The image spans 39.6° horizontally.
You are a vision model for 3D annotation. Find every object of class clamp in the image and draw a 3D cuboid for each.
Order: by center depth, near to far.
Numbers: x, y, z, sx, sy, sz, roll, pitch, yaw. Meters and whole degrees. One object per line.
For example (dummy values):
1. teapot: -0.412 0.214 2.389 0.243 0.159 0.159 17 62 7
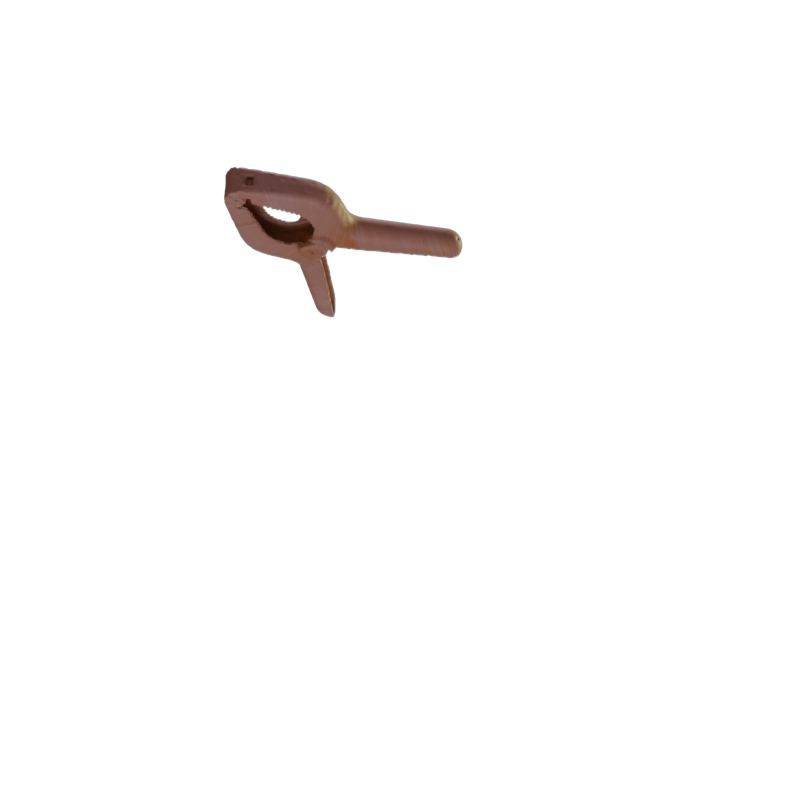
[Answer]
1. clamp: -0.075 -0.136 0.954 0.198 0.039 0.163 22 -36 -34
